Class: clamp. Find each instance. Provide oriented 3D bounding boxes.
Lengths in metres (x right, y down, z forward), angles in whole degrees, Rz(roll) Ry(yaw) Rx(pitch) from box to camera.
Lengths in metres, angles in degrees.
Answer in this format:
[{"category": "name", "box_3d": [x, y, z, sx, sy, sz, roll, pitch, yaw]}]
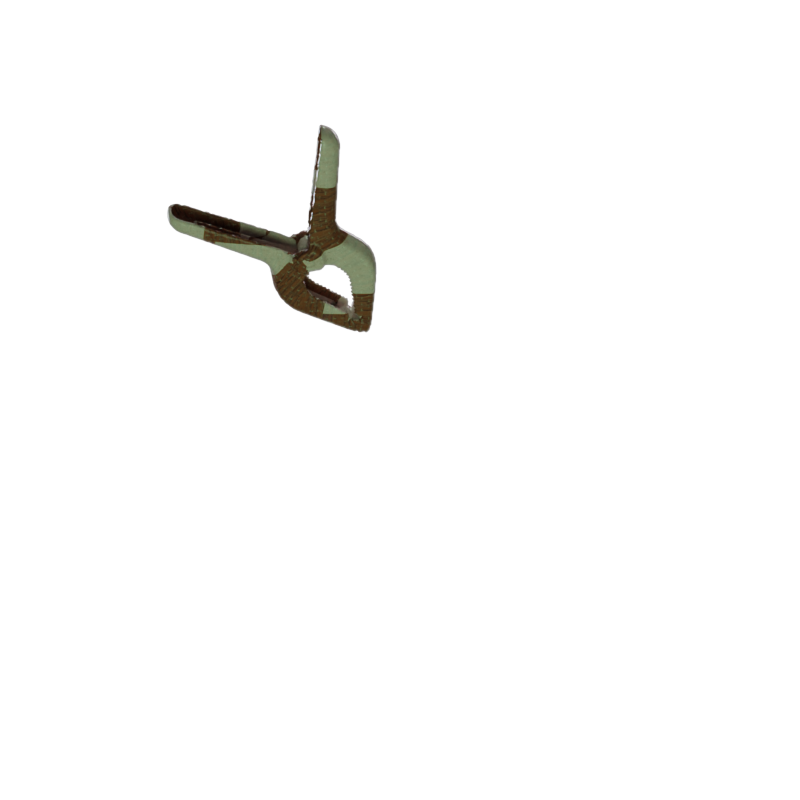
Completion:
[{"category": "clamp", "box_3d": [-0.076, -0.138, 0.966, 0.164, 0.039, 0.196, -30, -55, 24]}]
